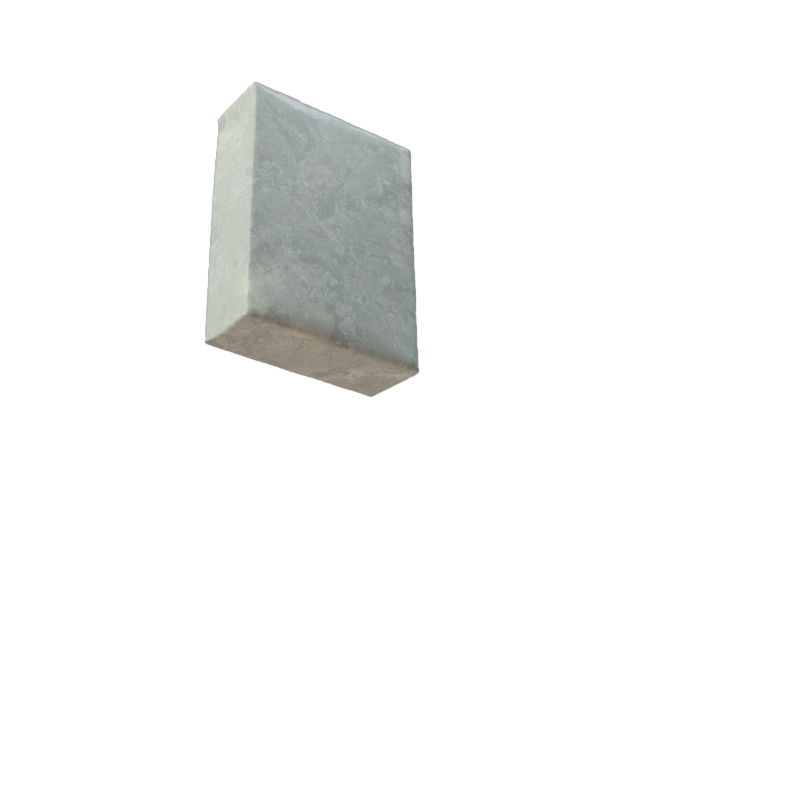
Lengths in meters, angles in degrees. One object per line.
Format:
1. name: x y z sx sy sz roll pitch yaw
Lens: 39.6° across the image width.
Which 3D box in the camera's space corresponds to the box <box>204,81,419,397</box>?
1. box: -0.070 -0.127 0.892 0.155 0.227 0.071 18 -35 -32
